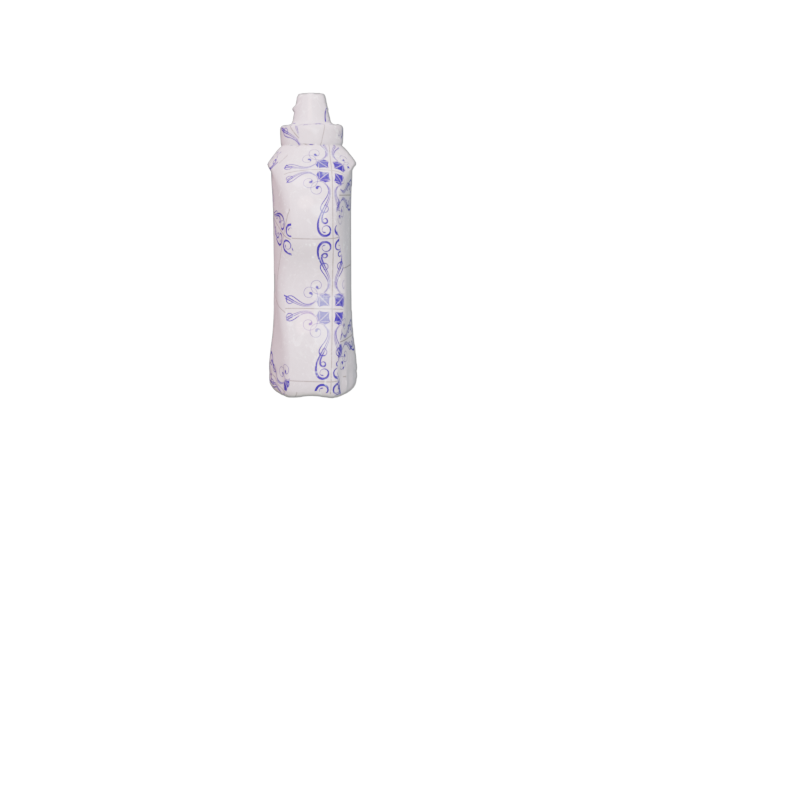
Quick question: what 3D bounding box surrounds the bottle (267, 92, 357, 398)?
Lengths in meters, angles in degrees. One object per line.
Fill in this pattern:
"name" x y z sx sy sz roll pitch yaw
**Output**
"bottle" -0.057 -0.103 0.722 0.058 0.190 0.097 0 5 0
